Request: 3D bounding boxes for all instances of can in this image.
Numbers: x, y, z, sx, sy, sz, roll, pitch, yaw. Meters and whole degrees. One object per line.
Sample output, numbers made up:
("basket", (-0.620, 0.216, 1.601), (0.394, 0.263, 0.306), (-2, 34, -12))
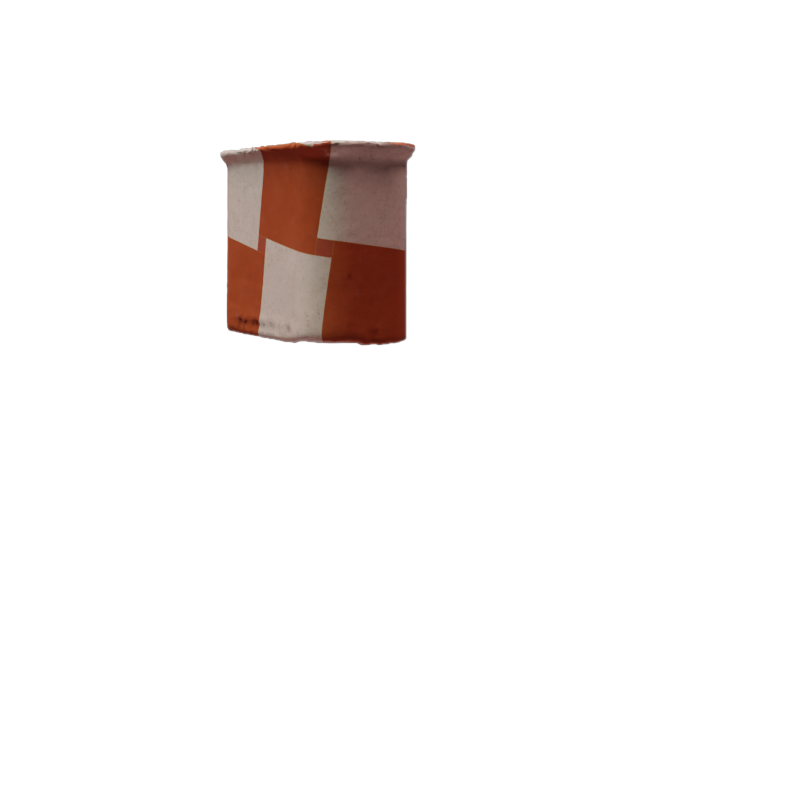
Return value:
("can", (-0.039, -0.071, 0.494), (0.056, 0.083, 0.106), (-2, 7, -33))
